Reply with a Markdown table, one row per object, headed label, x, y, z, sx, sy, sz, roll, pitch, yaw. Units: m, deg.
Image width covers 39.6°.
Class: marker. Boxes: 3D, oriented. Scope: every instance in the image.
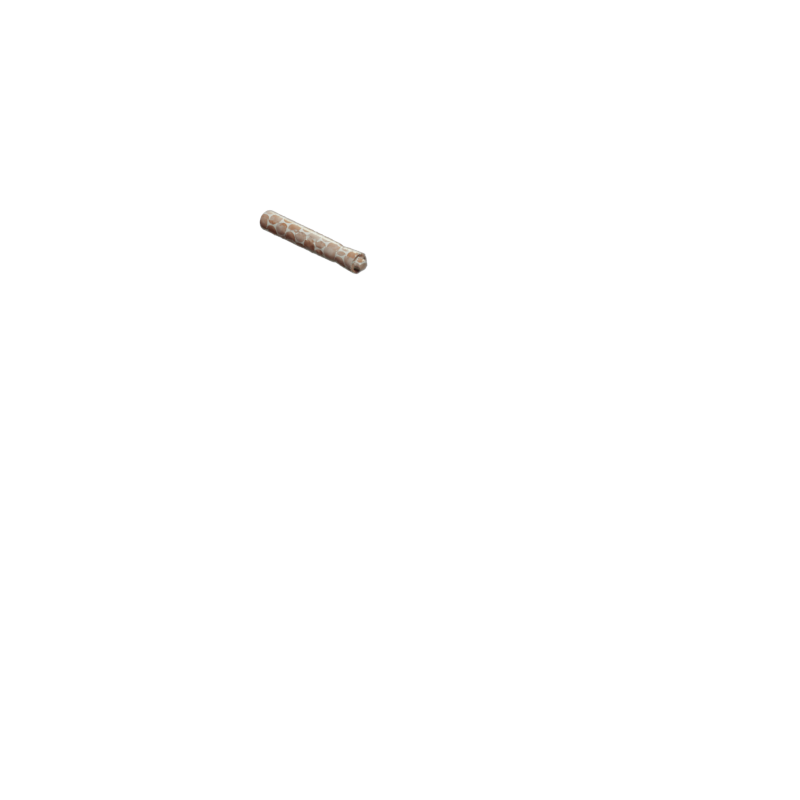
| label | x | y | z | sx | sy | sz | roll | pitch | yaw |
| --- | --- | --- | --- | --- | --- | --- | --- | --- | --- |
| marker | -0.074 | -0.135 | 0.942 | 0.019 | 0.019 | 0.129 | -4 | 26 | -47 |
